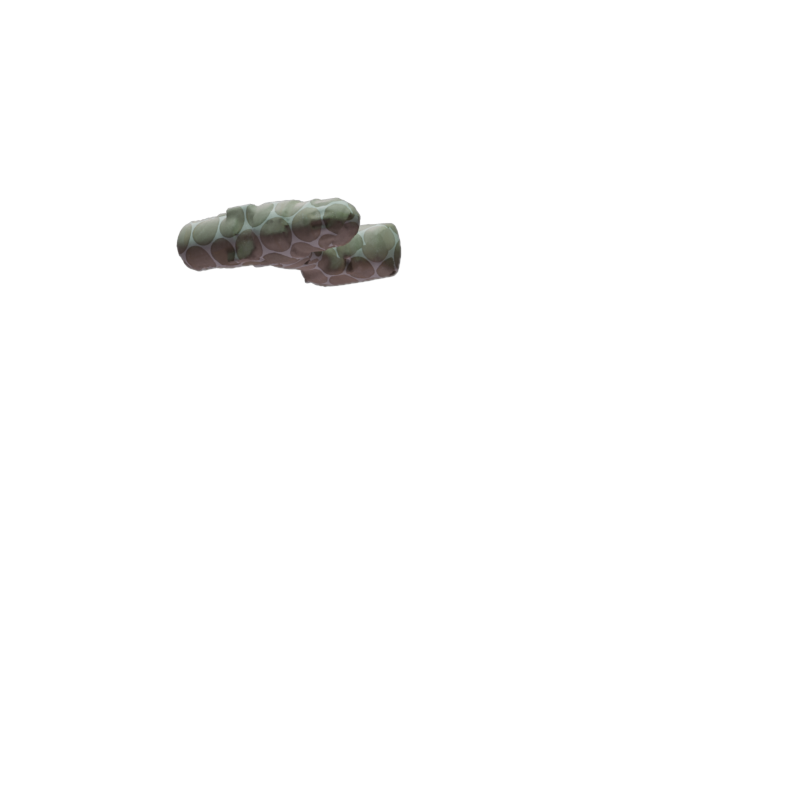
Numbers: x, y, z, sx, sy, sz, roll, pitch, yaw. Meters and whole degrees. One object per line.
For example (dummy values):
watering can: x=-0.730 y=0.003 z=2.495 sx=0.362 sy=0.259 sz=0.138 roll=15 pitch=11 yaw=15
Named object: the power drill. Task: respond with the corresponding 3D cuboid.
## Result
power drill: x=-0.078 y=-0.142 z=0.998 sx=0.190 sy=0.058 sz=0.179 roll=-2 pitch=-3 yaw=34
